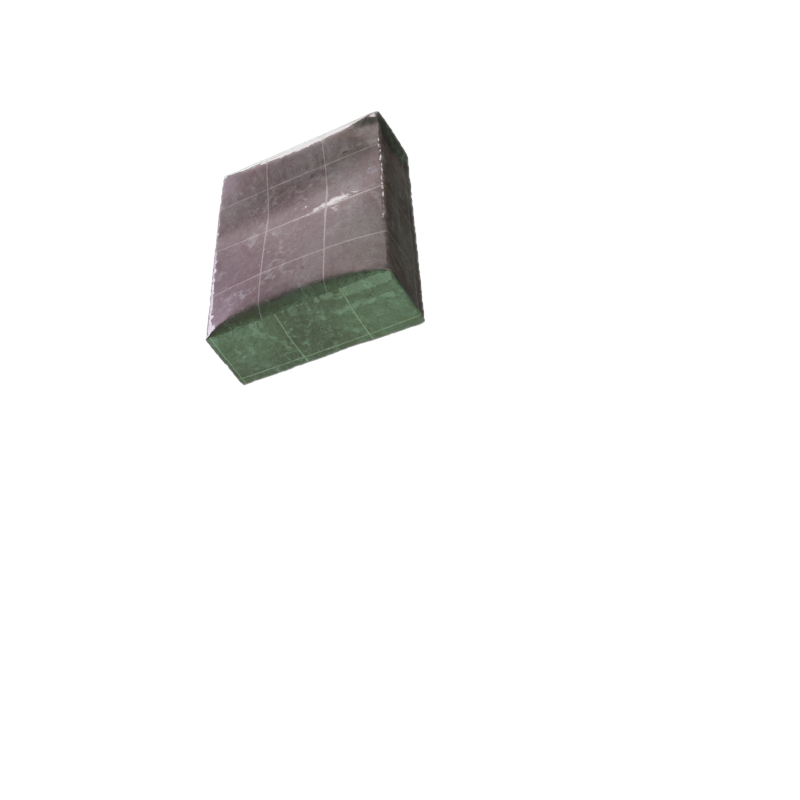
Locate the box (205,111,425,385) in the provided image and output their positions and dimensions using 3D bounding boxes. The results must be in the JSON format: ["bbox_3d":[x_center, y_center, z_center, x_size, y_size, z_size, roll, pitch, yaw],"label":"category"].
[{"bbox_3d":[-0.073,-0.134,0.937,0.165,0.230,0.066,-20,-46,16],"label":"box"}]
